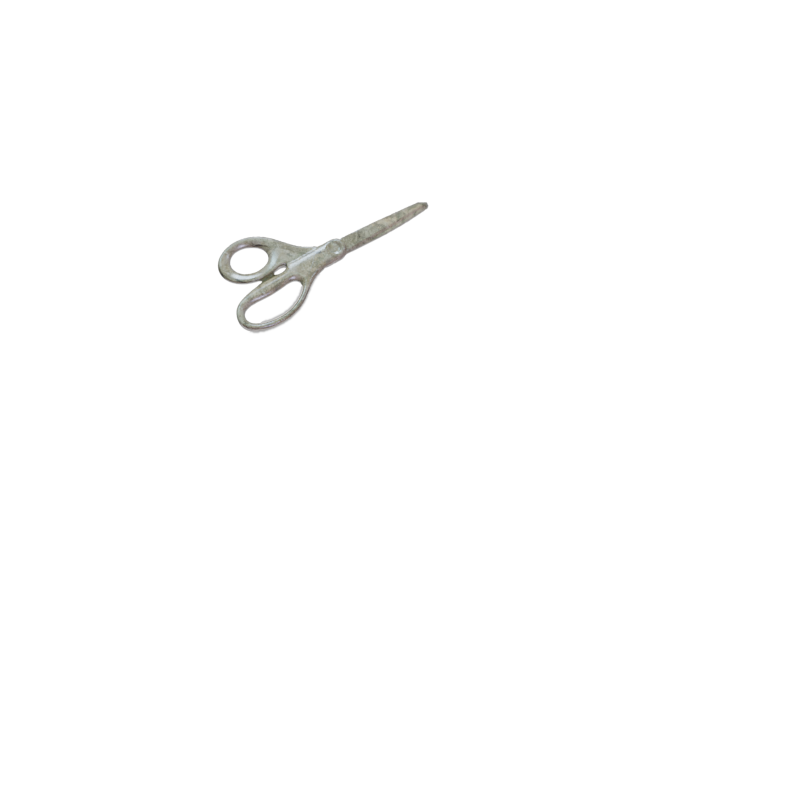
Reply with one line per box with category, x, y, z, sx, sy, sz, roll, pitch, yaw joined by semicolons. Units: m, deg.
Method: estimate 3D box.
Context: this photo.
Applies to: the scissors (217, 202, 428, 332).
scissors;-0.078;-0.141;0.990;0.101;0.204;0.015;41;-19;17
